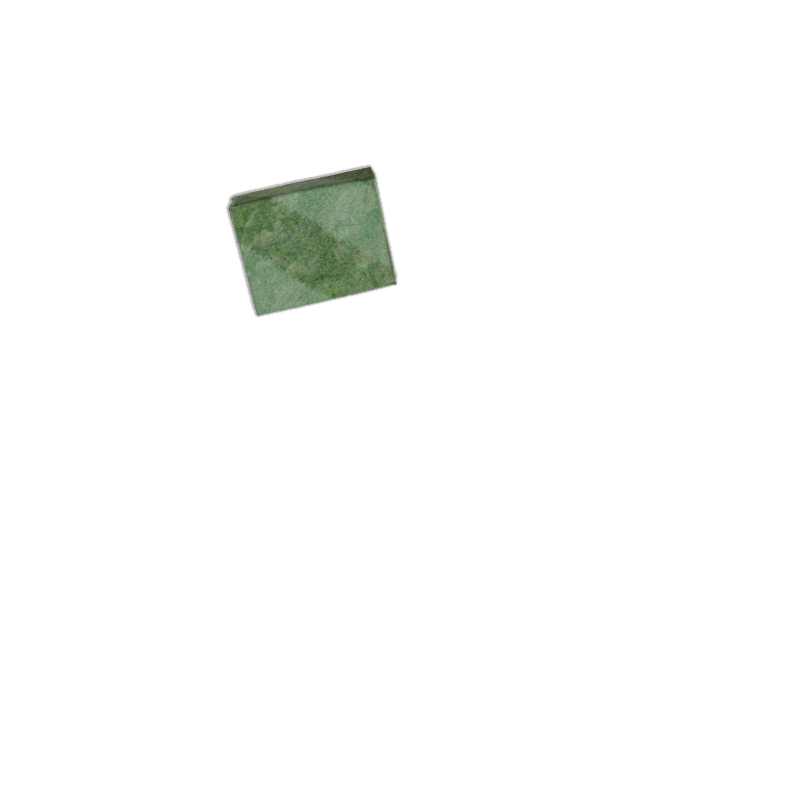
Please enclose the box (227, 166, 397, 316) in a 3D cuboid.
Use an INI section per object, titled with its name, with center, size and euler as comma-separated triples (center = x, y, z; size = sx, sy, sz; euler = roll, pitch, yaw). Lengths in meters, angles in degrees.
[box]
center = -0.066, -0.120, 0.842
size = 0.114, 0.086, 0.040
euler = -11, 17, 3
